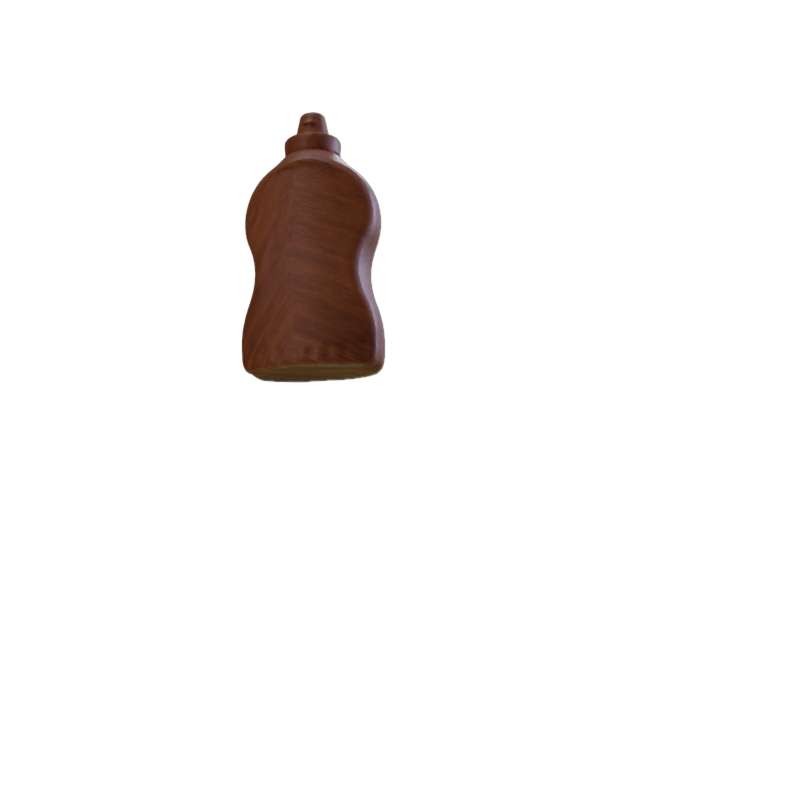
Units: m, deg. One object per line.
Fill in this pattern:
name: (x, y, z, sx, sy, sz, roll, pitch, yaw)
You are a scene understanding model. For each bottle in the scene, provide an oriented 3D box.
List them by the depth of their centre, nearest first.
bottle: (-0.061, -0.112, 0.782, 0.098, 0.199, 0.055, -5, -17, 15)
